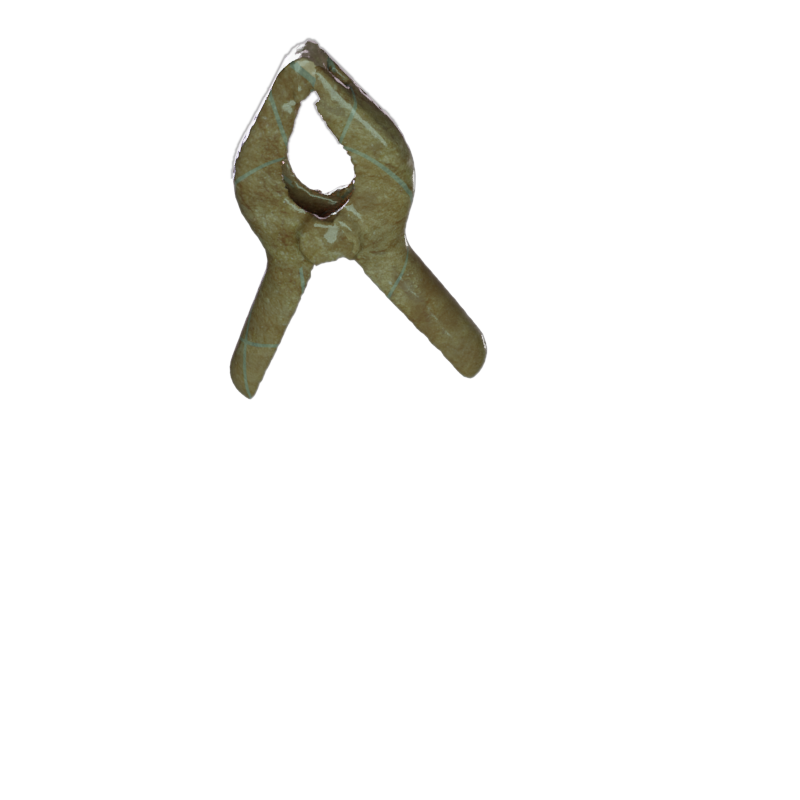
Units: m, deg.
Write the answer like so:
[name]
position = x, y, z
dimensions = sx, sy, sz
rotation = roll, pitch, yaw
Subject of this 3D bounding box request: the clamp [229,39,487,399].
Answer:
[clamp]
position = -0.039, -0.071, 0.495
dimensions = 0.120, 0.162, 0.041
rotation = -16, 23, 7
